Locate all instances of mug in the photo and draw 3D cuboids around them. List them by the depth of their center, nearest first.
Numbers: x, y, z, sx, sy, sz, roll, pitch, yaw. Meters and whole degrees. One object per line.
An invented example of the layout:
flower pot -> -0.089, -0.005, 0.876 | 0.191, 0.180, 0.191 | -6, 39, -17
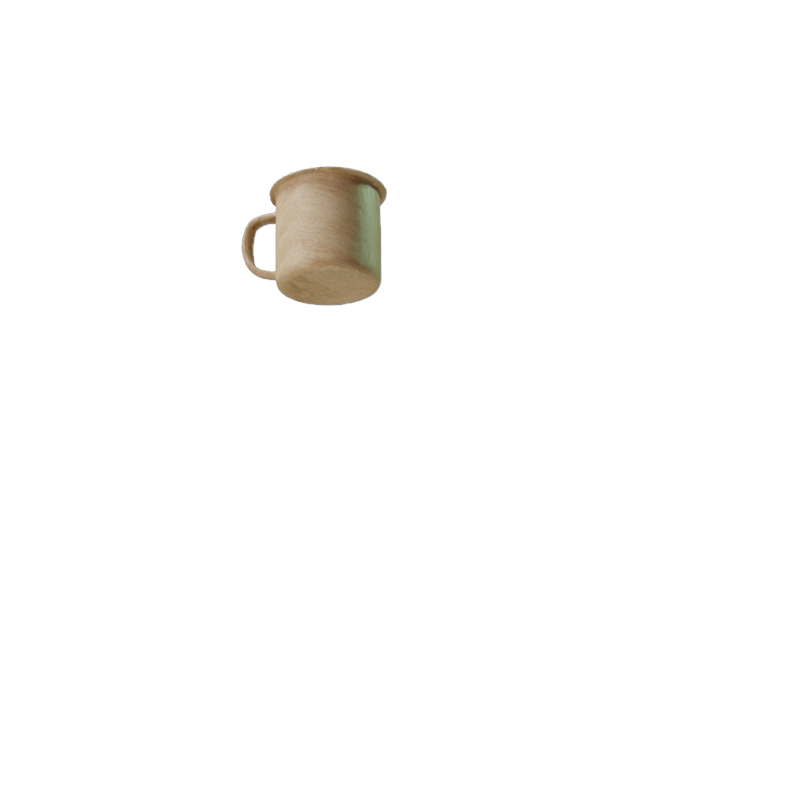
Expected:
mug -> -0.068, -0.123, 0.863 | 0.119, 0.086, 0.088 | -5, -20, 11
